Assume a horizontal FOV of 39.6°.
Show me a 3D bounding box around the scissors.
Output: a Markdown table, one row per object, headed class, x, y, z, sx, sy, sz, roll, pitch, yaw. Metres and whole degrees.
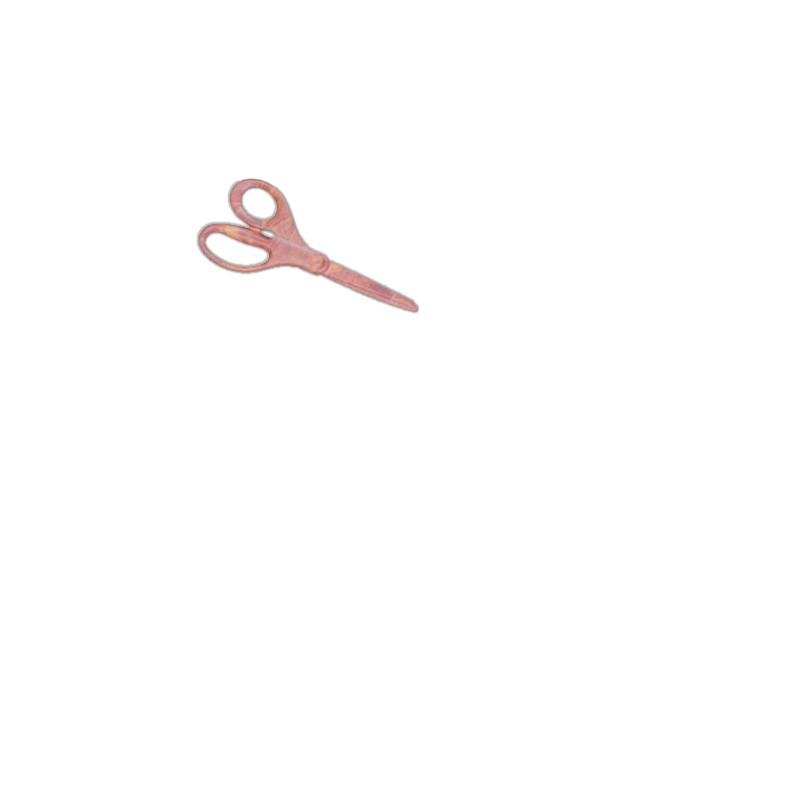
| class | x | y | z | sx | sy | sz | roll | pitch | yaw |
| --- | --- | --- | --- | --- | --- | --- | --- | --- | --- |
| scissors | -0.077 | -0.140 | 0.983 | 0.202 | 0.099 | 0.015 | 9 | -15 | 3 |
